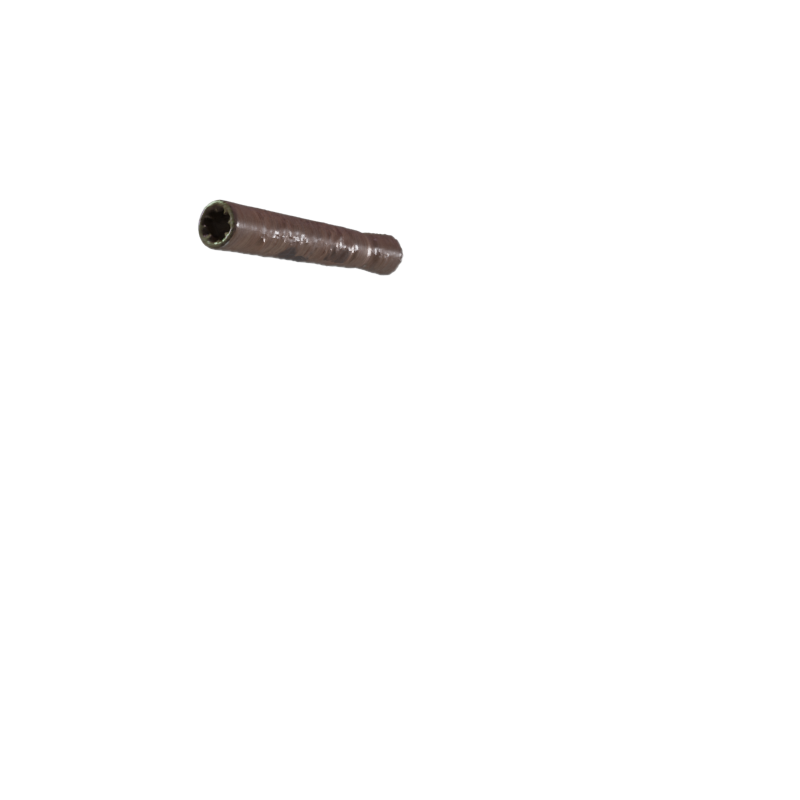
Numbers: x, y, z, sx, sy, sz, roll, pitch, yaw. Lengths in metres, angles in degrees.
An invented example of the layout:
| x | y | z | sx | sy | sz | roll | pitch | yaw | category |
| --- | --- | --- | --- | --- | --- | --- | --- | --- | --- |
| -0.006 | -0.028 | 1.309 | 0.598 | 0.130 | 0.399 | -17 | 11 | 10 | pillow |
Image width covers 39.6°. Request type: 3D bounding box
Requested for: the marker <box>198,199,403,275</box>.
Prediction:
| x | y | z | sx | sy | sz | roll | pitch | yaw | category |
| --- | --- | --- | --- | --- | --- | --- | --- | --- | --- |
| -0.036 | -0.065 | 0.458 | 0.020 | 0.020 | 0.116 | 3 | 2 | 34 | marker |
